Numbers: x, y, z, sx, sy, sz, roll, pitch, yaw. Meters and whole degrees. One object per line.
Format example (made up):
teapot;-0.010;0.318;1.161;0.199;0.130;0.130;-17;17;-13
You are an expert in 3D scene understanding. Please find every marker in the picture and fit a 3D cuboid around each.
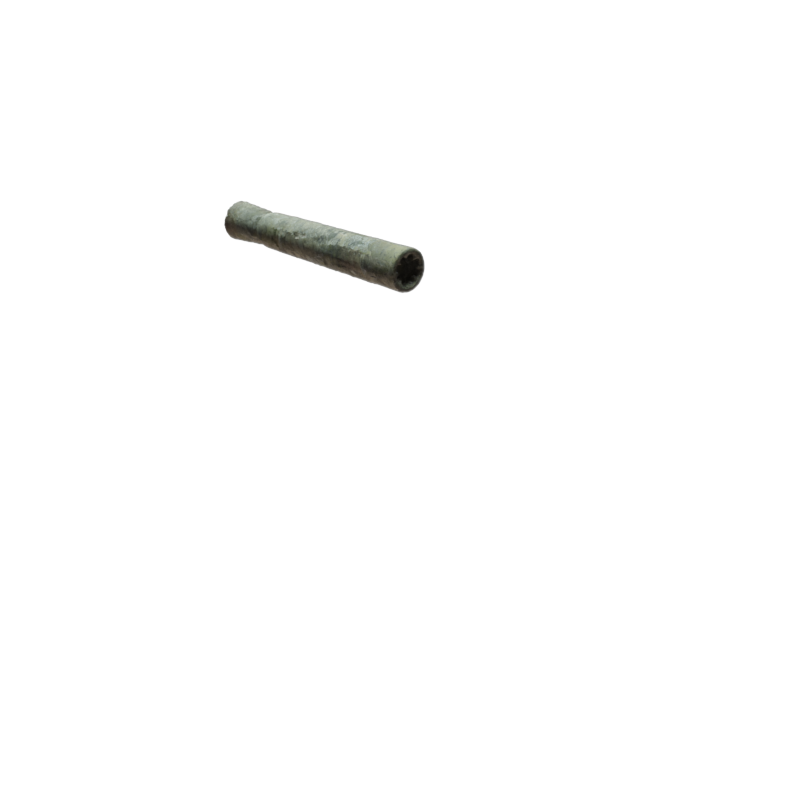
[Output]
marker;-0.038;-0.070;0.489;0.019;0.019;0.128;-3;18;-42
